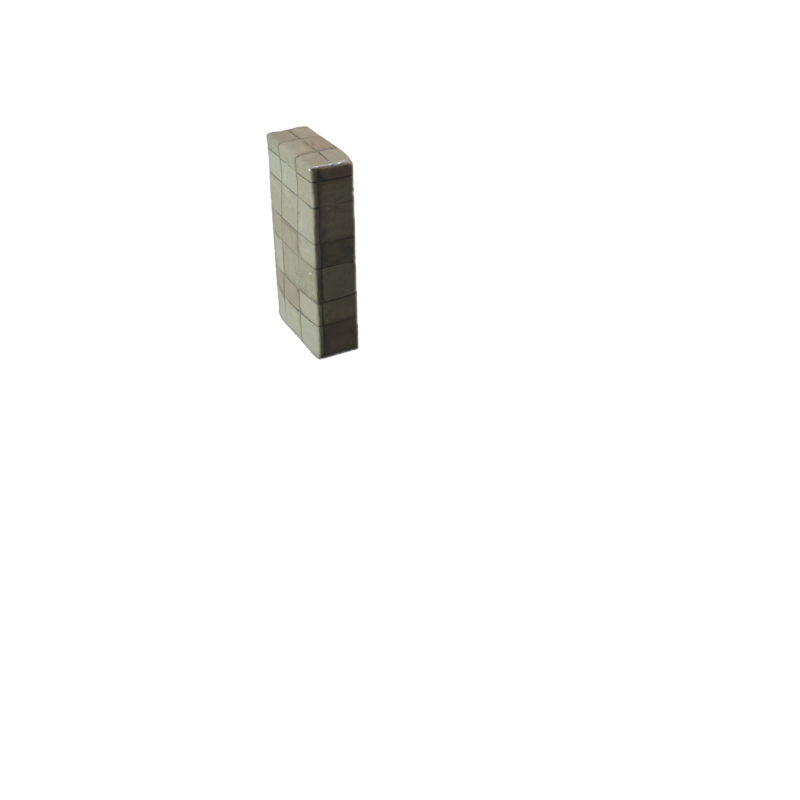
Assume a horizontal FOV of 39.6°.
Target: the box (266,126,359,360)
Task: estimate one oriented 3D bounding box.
[{"bbox_3d":[-0.073,-0.134,0.940,0.047,0.166,0.100,-12,31,-24],"label":"box"}]
